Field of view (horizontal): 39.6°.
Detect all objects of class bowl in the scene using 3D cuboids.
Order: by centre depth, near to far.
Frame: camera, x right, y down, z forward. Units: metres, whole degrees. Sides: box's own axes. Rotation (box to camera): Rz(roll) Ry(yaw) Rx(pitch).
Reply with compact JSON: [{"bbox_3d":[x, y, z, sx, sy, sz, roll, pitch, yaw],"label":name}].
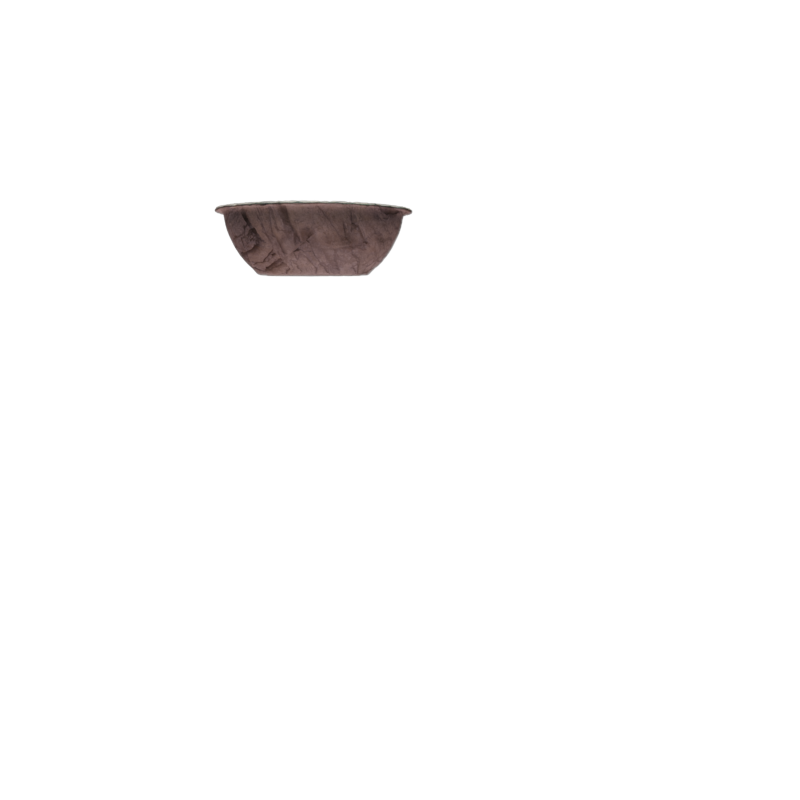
[{"bbox_3d":[-0.071,-0.129,0.905,0.162,0.055,0.163,0,4,-2],"label":"bowl"}]
